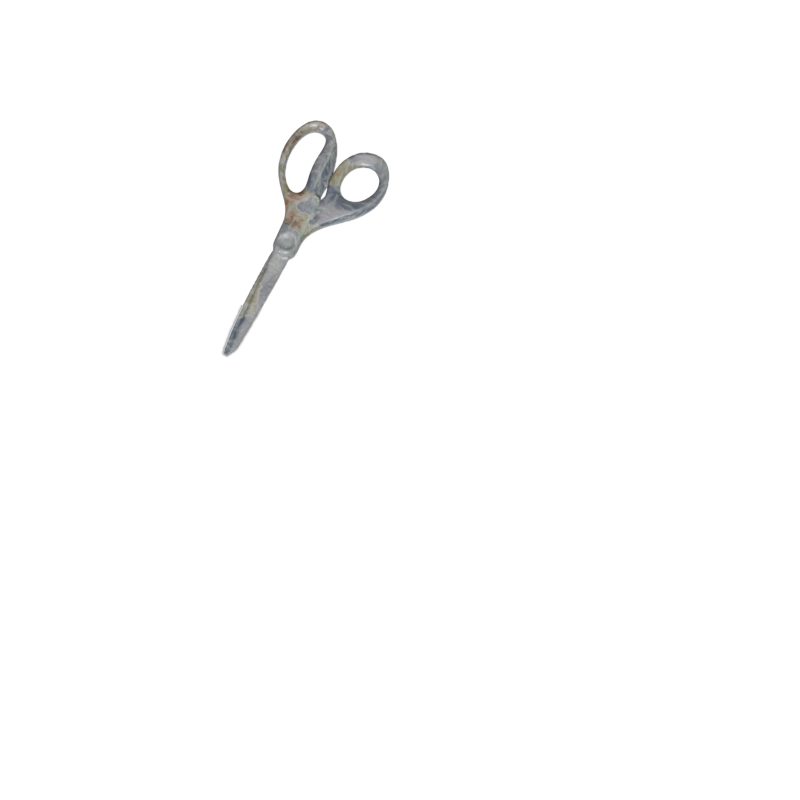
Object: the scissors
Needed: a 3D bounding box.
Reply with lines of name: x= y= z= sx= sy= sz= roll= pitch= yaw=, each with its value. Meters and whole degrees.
scissors: x=-0.066 y=-0.120 z=0.842 sx=0.097 sy=0.211 sz=0.015 roll=9 pitch=-22 yaw=3
